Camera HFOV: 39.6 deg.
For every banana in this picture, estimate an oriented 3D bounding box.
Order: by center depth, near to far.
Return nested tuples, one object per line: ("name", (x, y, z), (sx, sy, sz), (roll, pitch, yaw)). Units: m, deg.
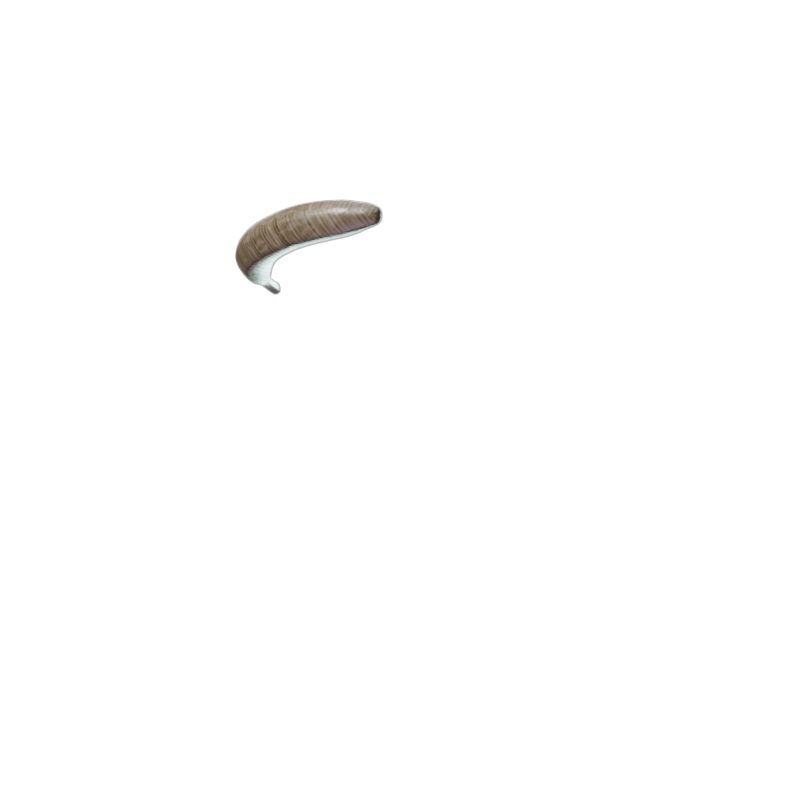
("banana", (-0.092, -0.137, 0.944), (0.067, 0.038, 0.198), (8, -16, -30))
